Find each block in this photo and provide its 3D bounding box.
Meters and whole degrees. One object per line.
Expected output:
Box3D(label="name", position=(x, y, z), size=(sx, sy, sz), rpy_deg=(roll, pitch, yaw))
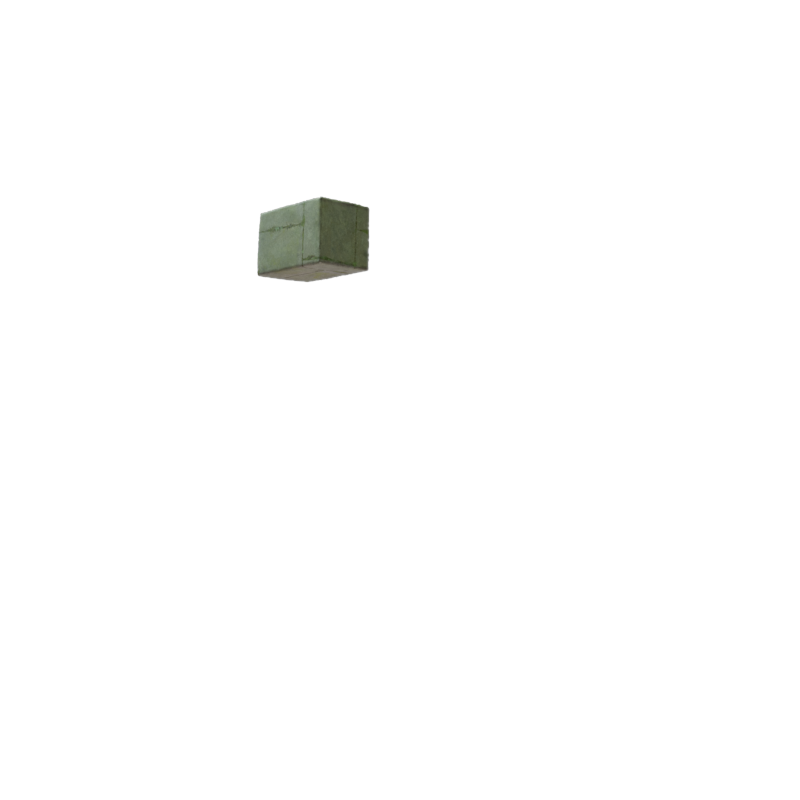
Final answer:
Box3D(label="block", position=(-0.068, -0.124, 0.870), size=(0.050, 0.052, 0.080), rpy_deg=(7, -9, -43))
